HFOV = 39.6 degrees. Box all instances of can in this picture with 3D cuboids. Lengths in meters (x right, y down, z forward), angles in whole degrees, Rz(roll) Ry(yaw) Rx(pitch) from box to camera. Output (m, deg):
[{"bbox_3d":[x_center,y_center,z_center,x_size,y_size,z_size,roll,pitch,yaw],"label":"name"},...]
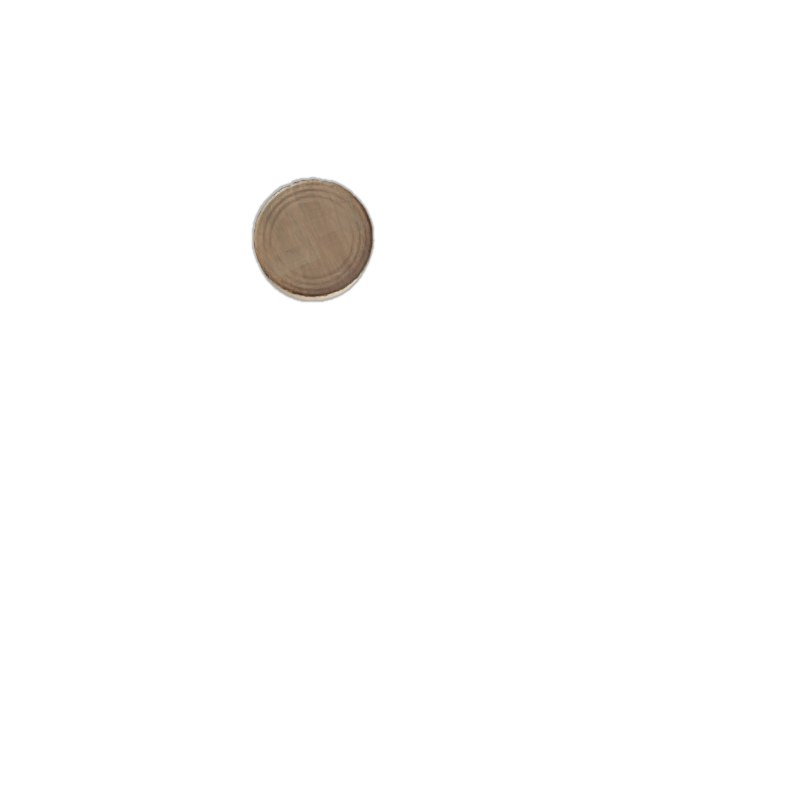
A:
[{"bbox_3d":[-0.063,-0.114,0.800,0.086,0.088,0.033,0,-10,-1],"label":"can"}]
